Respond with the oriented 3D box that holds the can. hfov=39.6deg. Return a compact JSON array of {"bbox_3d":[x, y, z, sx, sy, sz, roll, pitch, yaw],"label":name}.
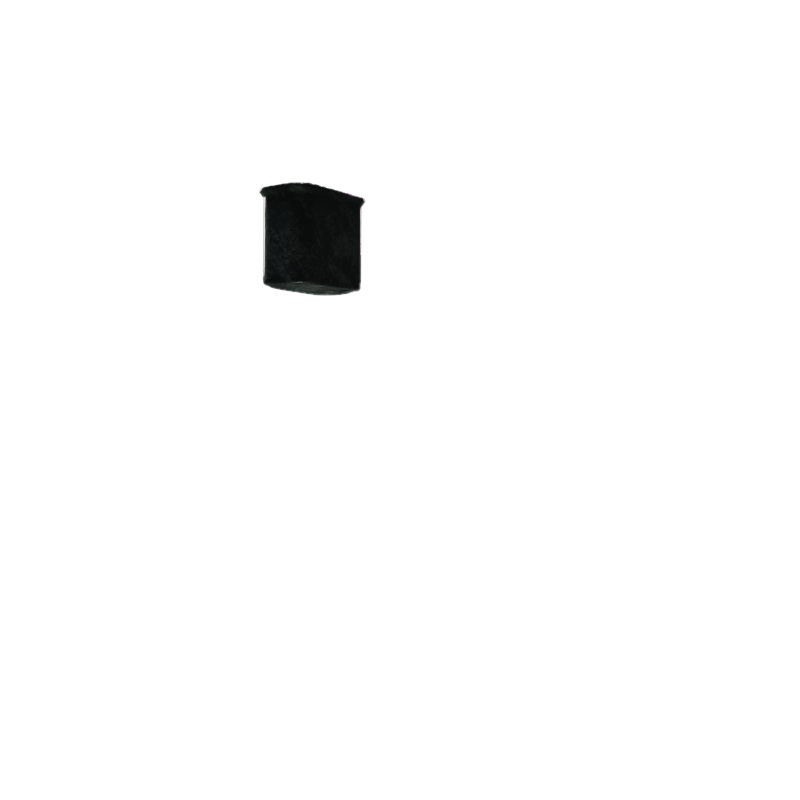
[{"bbox_3d":[-0.075,-0.137,0.958,0.059,0.085,0.097,-5,-6,34],"label":"can"}]
